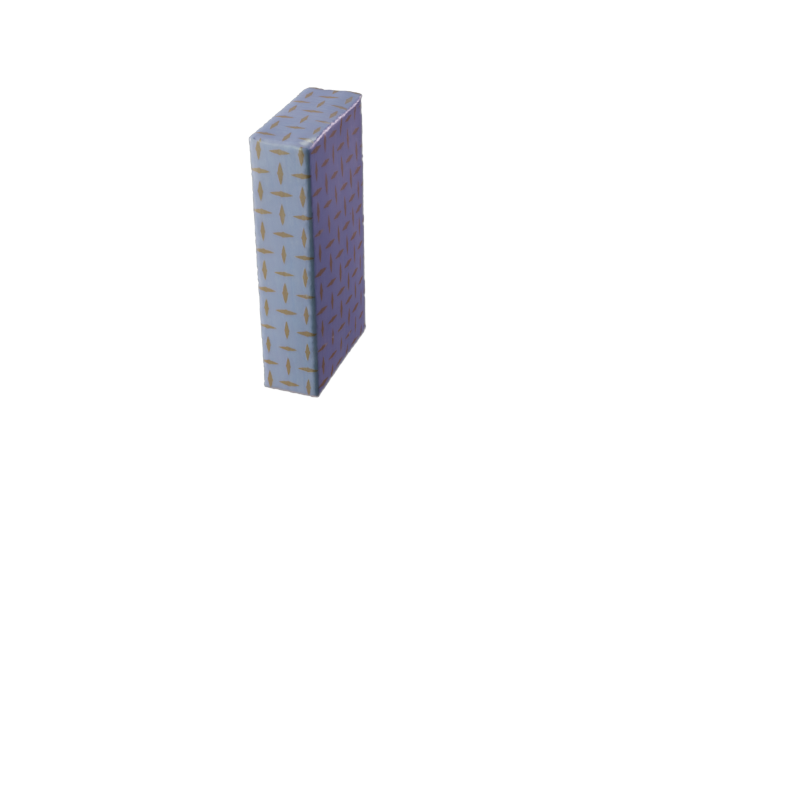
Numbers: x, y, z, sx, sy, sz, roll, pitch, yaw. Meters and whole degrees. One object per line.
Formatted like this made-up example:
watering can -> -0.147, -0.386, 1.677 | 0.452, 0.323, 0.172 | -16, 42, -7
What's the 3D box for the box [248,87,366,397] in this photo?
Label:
box -> -0.055, -0.101, 0.710 | 0.049, 0.166, 0.096 | 12, 33, 15
